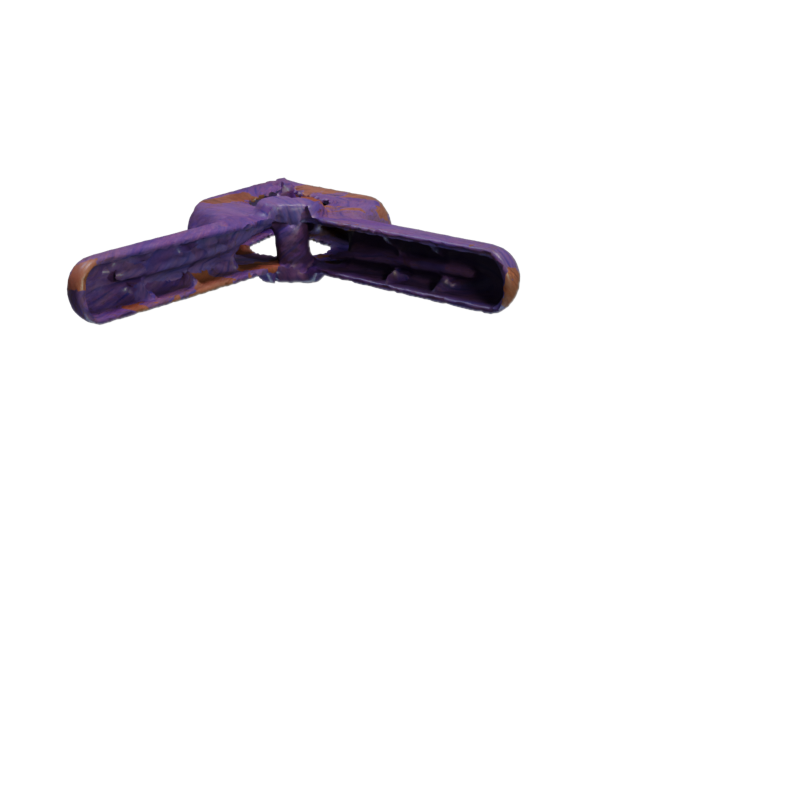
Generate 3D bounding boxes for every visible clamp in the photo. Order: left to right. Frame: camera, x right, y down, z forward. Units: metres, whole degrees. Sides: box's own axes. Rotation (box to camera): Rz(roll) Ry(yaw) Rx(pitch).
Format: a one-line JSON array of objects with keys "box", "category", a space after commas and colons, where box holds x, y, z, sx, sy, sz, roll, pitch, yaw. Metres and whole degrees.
[{"box": [-0.038, -0.070, 0.488, 0.165, 0.035, 0.216, 1, 18, 2], "category": "clamp"}]
